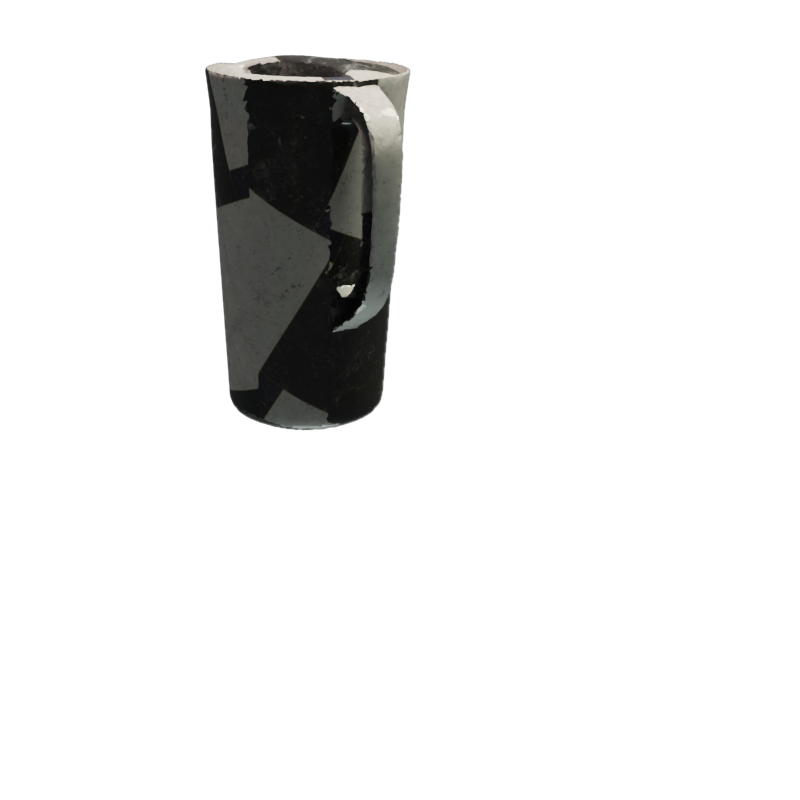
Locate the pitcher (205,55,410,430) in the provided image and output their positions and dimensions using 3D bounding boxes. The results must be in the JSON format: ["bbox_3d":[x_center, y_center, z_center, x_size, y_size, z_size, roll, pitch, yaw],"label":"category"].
[{"bbox_3d":[-0.058,-0.106,0.740,0.148,0.234,0.152,5,18,13],"label":"pitcher"}]
